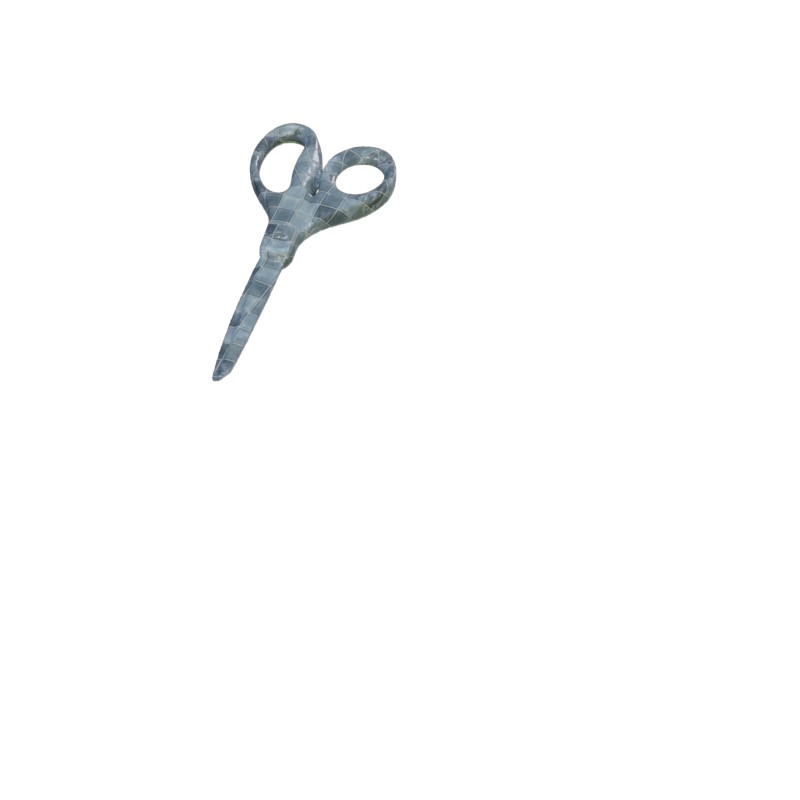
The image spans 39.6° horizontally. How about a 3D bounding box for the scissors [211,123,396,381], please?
[{"bbox_3d":[-0.048,-0.088,0.615,0.096,0.217,0.015,-1,-43,-1],"label":"scissors"}]
